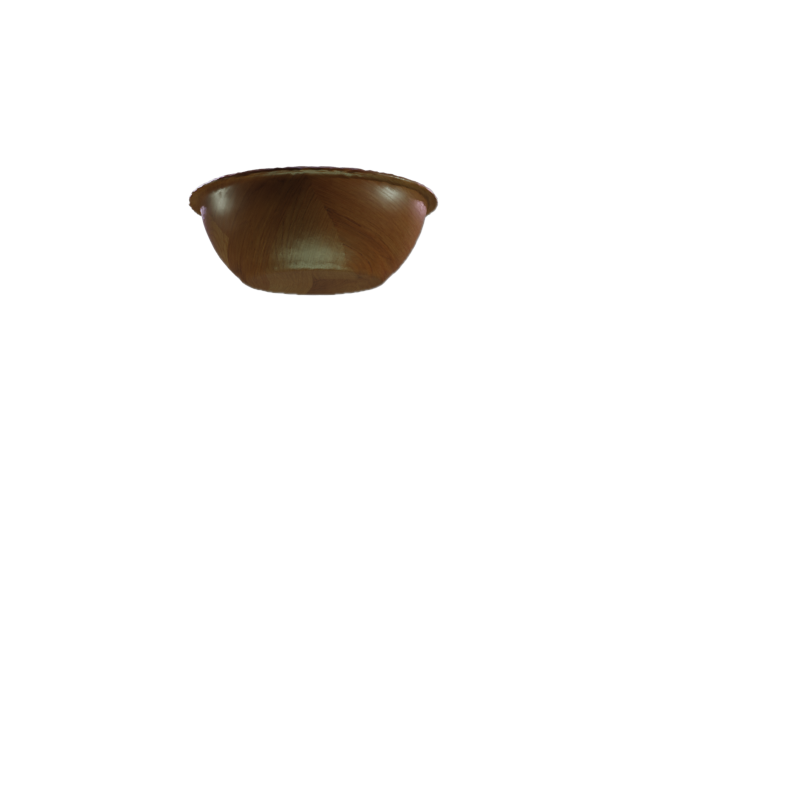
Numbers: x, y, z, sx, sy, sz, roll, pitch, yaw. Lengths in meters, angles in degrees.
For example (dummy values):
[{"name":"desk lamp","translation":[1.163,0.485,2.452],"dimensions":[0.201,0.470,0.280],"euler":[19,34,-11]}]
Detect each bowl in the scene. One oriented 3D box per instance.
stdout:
[{"name":"bowl","translation":[-0.056,-0.102,0.716],"dimensions":[0.162,0.056,0.159],"euler":[0,-6,-2]}]
